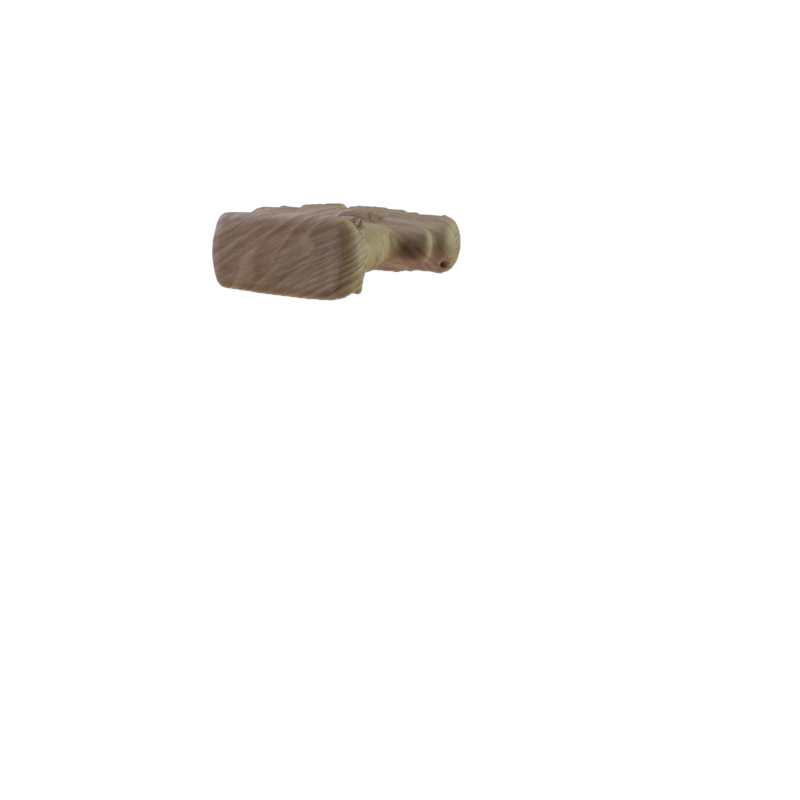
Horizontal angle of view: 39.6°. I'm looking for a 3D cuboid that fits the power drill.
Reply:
[{"bbox_3d":[-0.064,-0.118,0.823,0.190,0.056,0.187,5,14,20],"label":"power drill"}]
